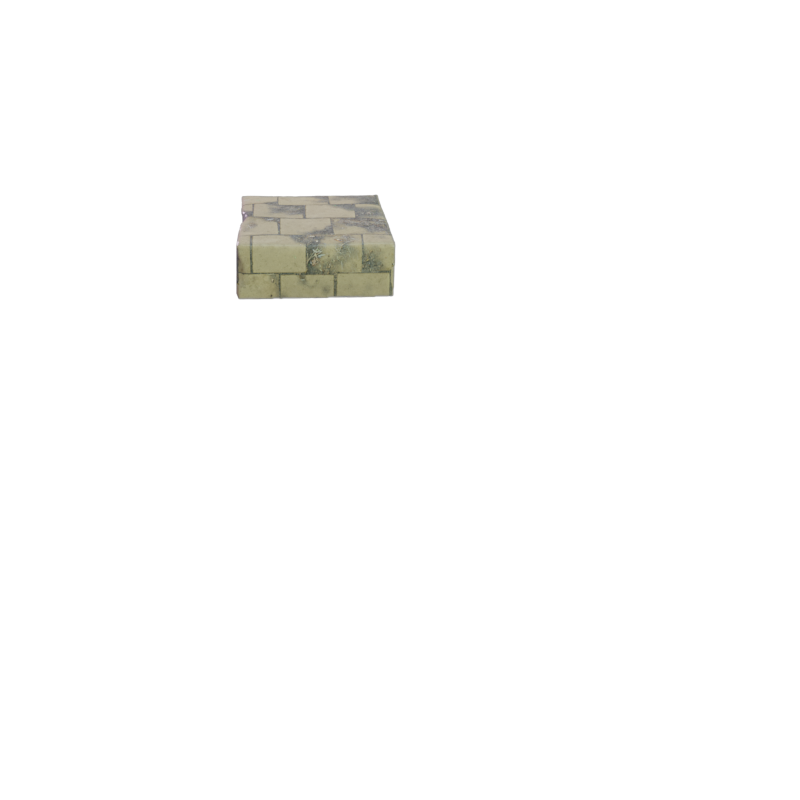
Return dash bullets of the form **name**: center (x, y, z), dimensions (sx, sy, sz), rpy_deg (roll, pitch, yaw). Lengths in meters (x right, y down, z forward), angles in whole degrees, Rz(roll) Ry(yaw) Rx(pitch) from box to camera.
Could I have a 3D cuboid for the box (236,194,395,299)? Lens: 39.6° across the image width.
- **box**: center (-0.043, -0.078, 0.547), dimensions (0.073, 0.029, 0.094), rpy_deg (-1, 24, -4)
